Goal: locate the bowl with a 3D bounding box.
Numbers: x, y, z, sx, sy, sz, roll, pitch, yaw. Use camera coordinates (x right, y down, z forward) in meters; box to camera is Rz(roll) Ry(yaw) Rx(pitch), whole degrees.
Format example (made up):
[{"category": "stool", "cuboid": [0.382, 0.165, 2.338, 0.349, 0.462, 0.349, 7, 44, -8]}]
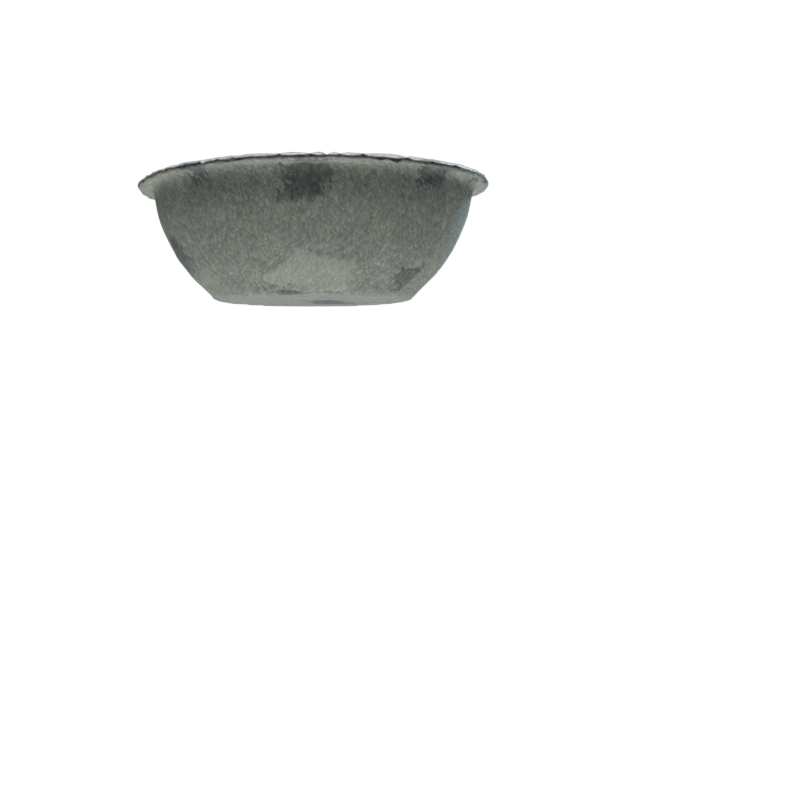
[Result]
[{"category": "bowl", "cuboid": [-0.040, -0.073, 0.513, 0.162, 0.055, 0.161, 0, 0, -2]}]
